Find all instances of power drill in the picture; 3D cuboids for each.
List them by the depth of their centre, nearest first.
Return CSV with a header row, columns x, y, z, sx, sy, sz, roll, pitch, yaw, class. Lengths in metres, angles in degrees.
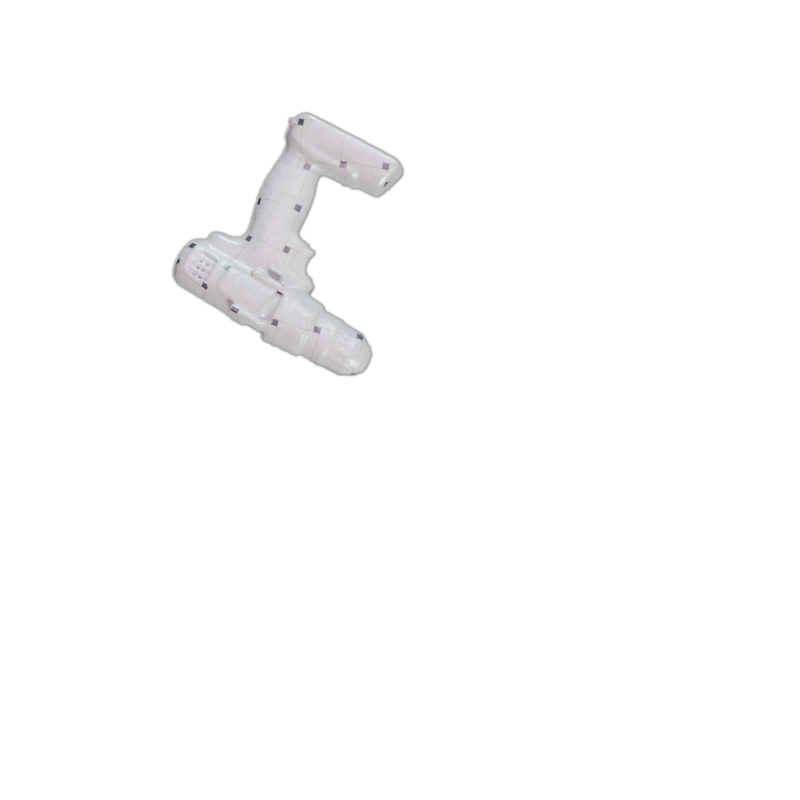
x,y,z,sx,sy,sz,roll,pitch,yaw,class
-0.074,-0.135,0.943,0.187,0.190,0.056,29,-10,5,power drill
